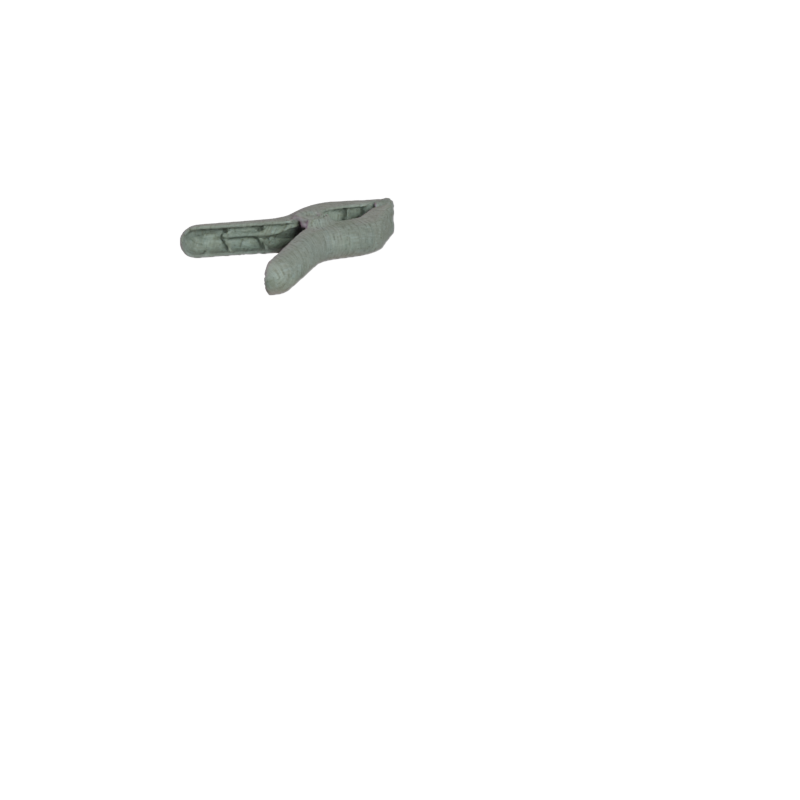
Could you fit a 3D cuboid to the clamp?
[{"bbox_3d":[-0.065,-0.118,0.827,0.169,0.037,0.129,-18,36,-27],"label":"clamp"}]
